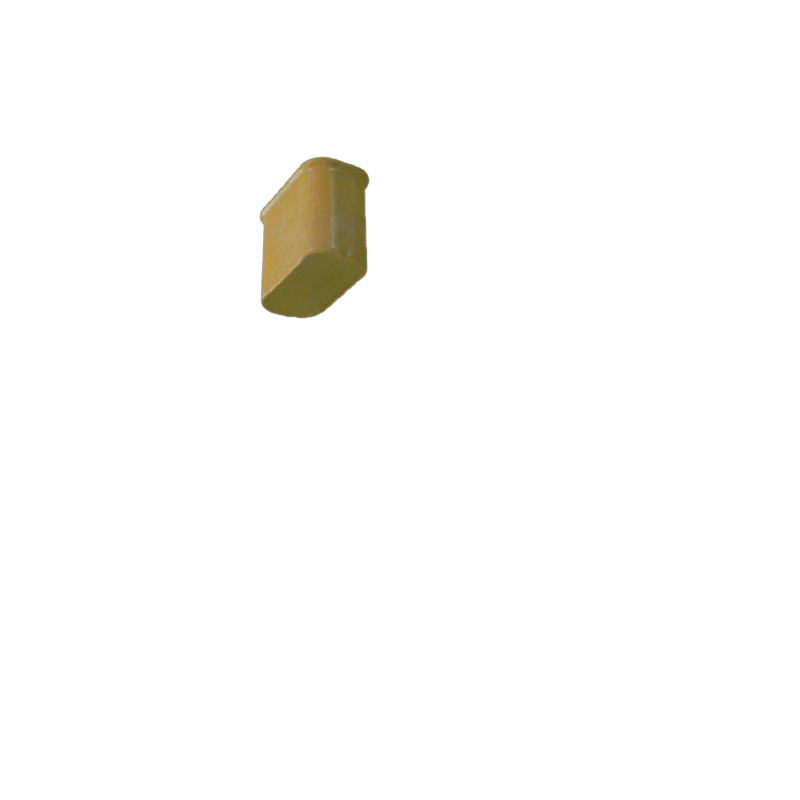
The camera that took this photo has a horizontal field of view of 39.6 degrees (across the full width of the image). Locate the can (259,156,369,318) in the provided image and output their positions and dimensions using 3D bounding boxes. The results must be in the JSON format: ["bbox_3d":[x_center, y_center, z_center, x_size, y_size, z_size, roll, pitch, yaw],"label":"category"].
[{"bbox_3d":[-0.066,-0.120,0.841,0.055,0.089,0.100,17,-34,-28],"label":"can"}]
